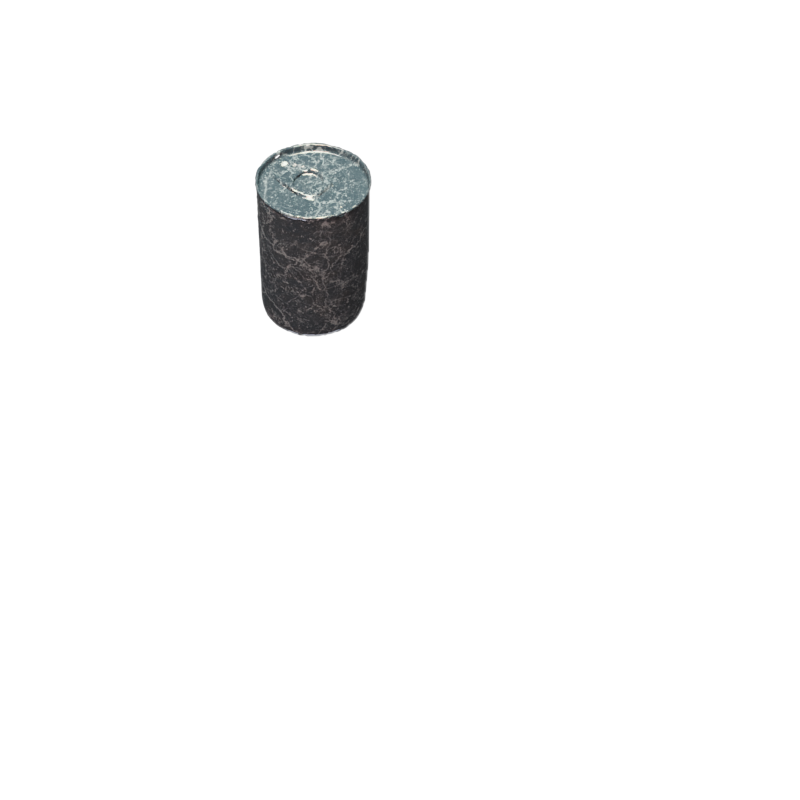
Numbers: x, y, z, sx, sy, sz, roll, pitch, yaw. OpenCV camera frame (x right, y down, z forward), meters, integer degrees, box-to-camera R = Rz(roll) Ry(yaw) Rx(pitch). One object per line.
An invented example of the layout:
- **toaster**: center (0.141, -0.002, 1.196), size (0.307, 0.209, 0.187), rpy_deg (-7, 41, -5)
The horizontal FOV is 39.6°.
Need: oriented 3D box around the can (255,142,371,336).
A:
- **can**: center (-0.053, -0.097, 0.679), size (0.068, 0.074, 0.095), rpy_deg (0, -42, -3)
